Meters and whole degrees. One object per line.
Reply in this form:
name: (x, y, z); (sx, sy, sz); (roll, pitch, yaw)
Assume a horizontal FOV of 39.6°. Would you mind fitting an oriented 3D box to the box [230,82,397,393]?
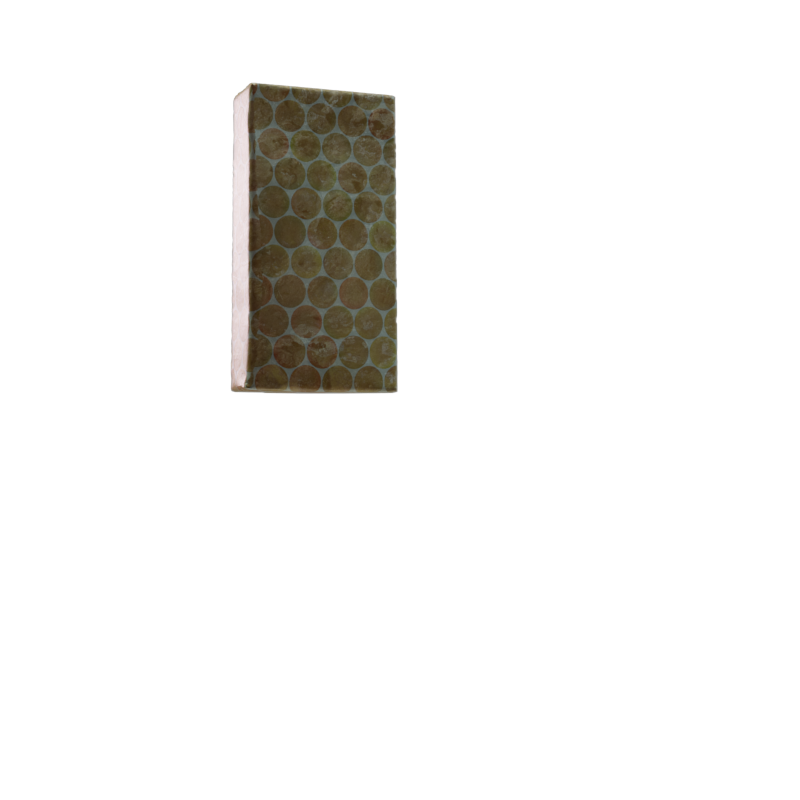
box: (-0.051, -0.093, 0.651); (0.091, 0.180, 0.048); (2, -9, -21)
